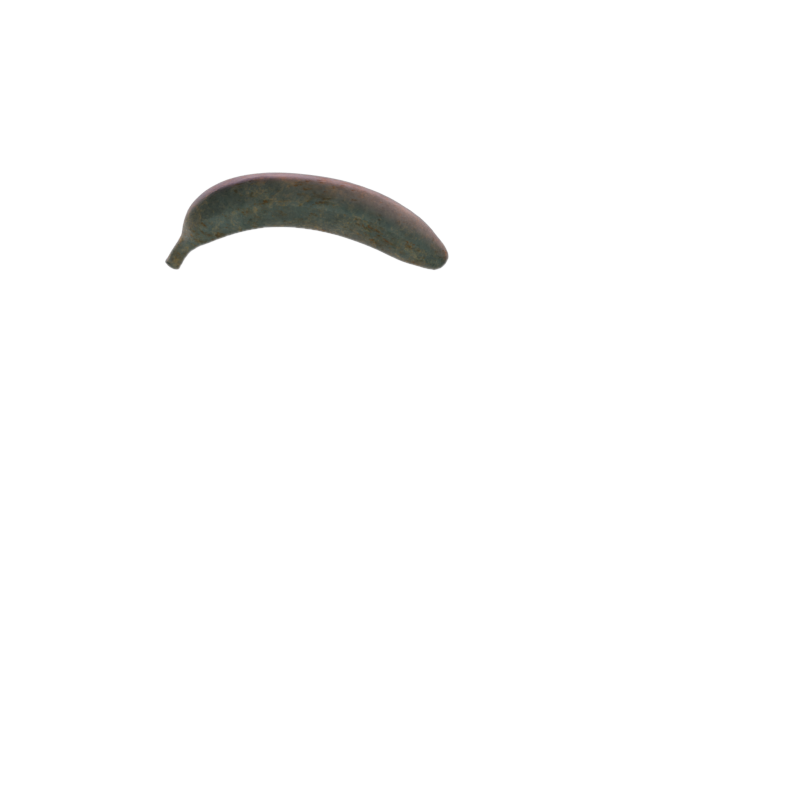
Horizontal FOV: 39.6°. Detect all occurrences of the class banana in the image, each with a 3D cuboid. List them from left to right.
[{"bbox_3d":[-0.063,-0.124,0.766,0.197,0.065,0.039,1,39,-1],"label":"banana"}]
